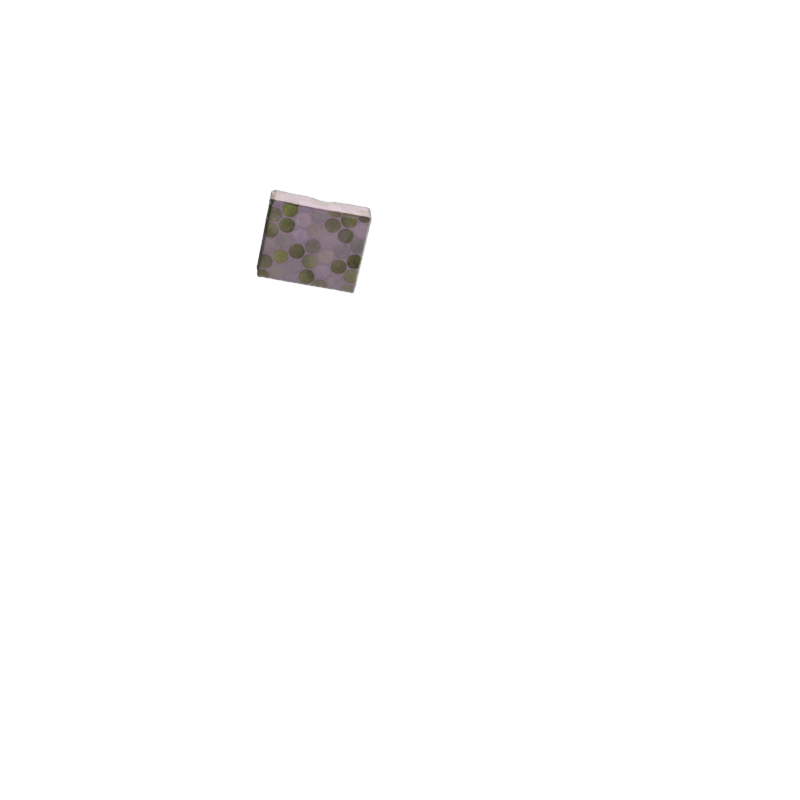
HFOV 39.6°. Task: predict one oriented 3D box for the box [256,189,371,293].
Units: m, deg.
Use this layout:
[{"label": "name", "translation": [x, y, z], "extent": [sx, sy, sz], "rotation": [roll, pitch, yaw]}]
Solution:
[{"label": "box", "translation": [-0.076, -0.138, 0.965], "extent": [0.088, 0.070, 0.032], "rotation": [11, 23, -5]}]
